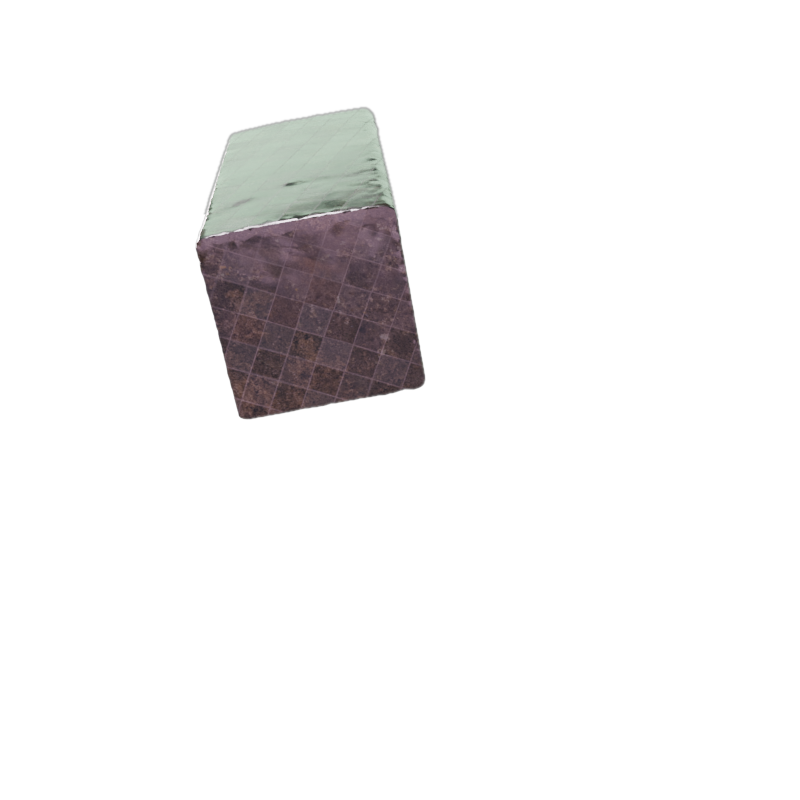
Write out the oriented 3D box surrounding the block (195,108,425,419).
[{"bbox_3d":[-0.045,-0.084,0.587,0.090,0.086,0.217,-11,25,1],"label":"block"}]
